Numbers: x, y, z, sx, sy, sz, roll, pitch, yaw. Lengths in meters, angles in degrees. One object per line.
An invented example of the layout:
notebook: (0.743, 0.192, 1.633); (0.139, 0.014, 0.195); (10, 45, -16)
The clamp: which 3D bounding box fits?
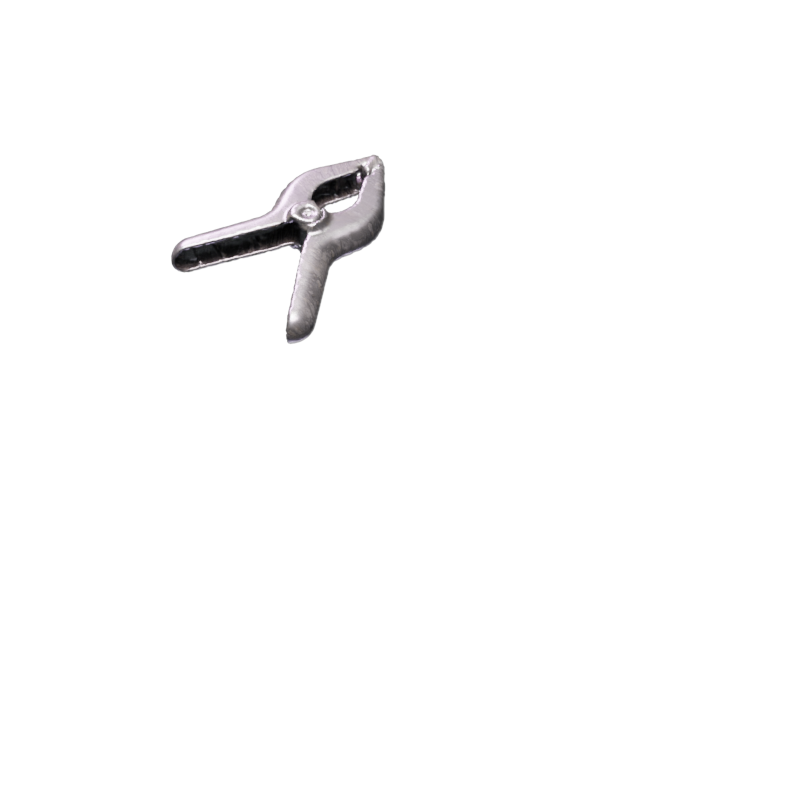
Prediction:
clamp: (-0.061, -0.111, 0.778); (0.173, 0.128, 0.037); (-37, -27, -23)
